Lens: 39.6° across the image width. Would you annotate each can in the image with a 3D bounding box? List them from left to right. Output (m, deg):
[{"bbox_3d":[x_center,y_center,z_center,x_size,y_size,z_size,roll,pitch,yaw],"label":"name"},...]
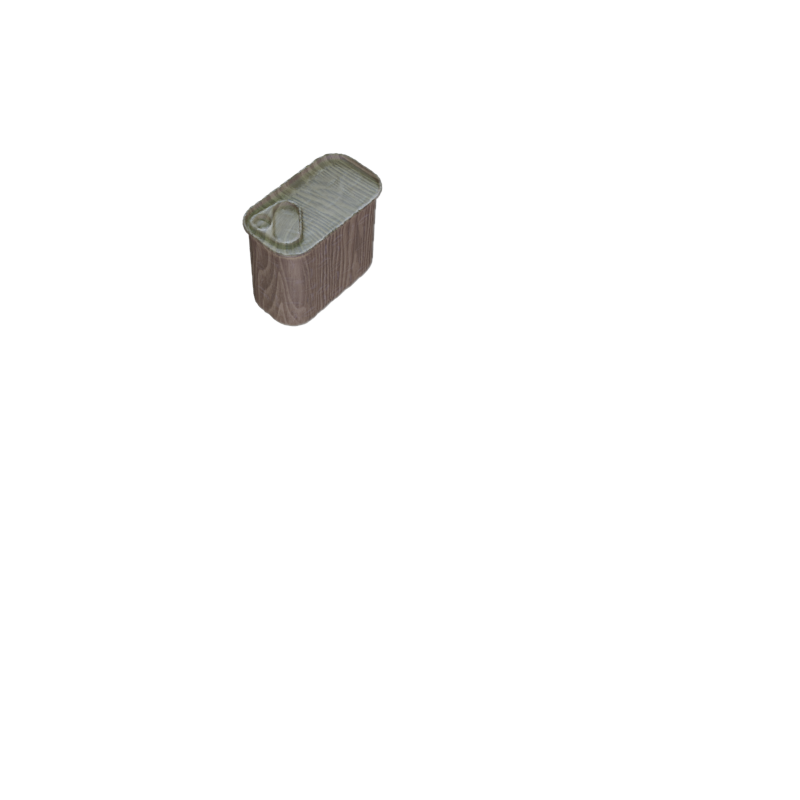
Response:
[{"bbox_3d":[-0.062,-0.113,0.794,0.061,0.078,0.103,36,60,22],"label":"can"}]
